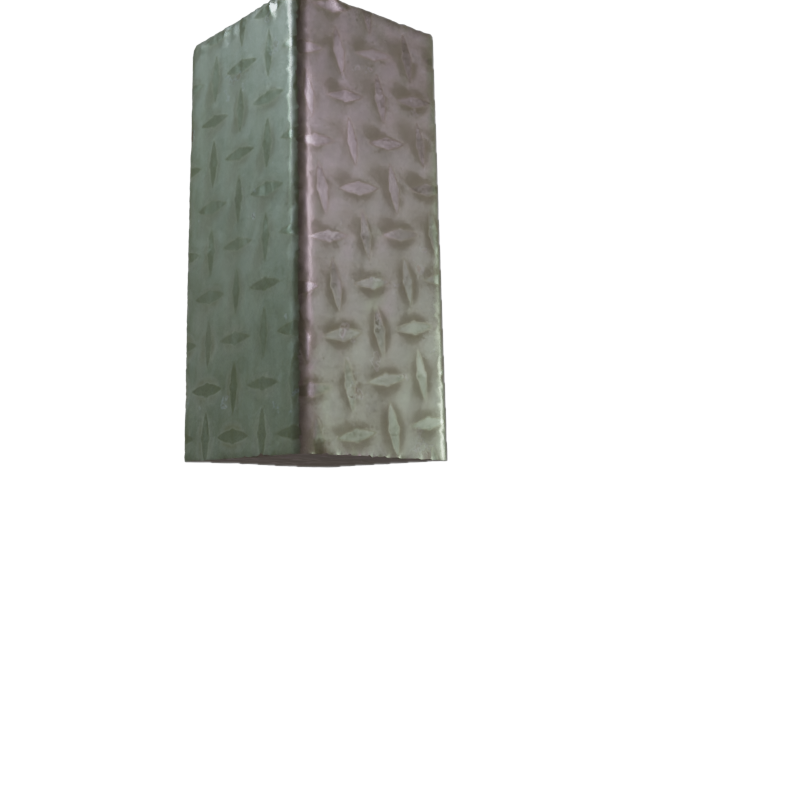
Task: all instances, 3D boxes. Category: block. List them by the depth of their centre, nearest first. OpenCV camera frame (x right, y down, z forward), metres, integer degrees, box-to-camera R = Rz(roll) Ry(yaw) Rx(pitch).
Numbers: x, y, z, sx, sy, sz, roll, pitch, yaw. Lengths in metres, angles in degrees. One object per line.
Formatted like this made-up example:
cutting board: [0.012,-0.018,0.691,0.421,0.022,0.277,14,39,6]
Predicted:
block: [-0.042,-0.076,0.529,0.086,0.213,0.092,10,-16,-40]
